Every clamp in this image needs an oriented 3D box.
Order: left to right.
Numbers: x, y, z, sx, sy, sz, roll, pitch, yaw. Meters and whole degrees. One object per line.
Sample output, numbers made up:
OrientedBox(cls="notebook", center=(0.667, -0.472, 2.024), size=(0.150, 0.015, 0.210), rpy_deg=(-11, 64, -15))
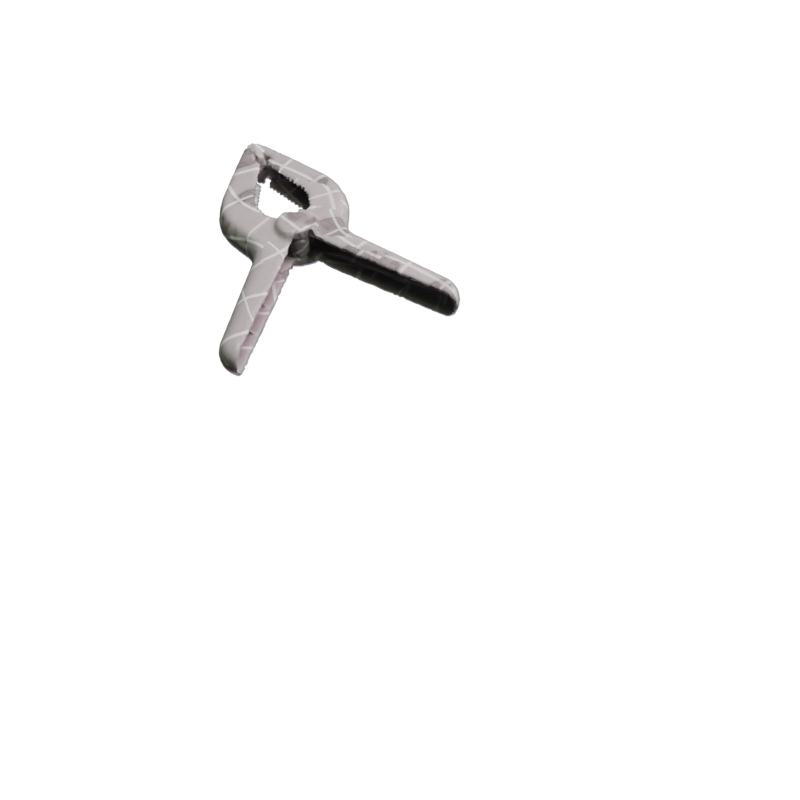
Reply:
OrientedBox(cls="clamp", center=(-0.061, -0.112, 0.783), size=(0.163, 0.227, 0.034), rpy_deg=(-11, -43, -10))
